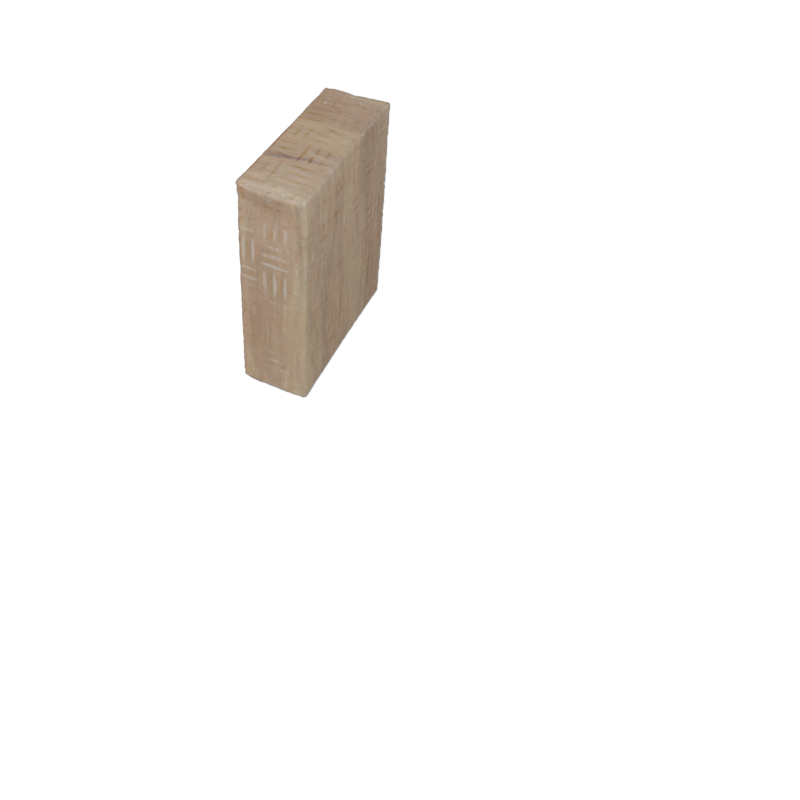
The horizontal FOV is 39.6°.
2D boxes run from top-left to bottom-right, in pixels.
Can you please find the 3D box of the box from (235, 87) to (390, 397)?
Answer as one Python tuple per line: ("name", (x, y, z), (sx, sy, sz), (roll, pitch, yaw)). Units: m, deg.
("box", (-0.075, -0.137, 0.960), (0.074, 0.199, 0.170), (17, 44, 15))
